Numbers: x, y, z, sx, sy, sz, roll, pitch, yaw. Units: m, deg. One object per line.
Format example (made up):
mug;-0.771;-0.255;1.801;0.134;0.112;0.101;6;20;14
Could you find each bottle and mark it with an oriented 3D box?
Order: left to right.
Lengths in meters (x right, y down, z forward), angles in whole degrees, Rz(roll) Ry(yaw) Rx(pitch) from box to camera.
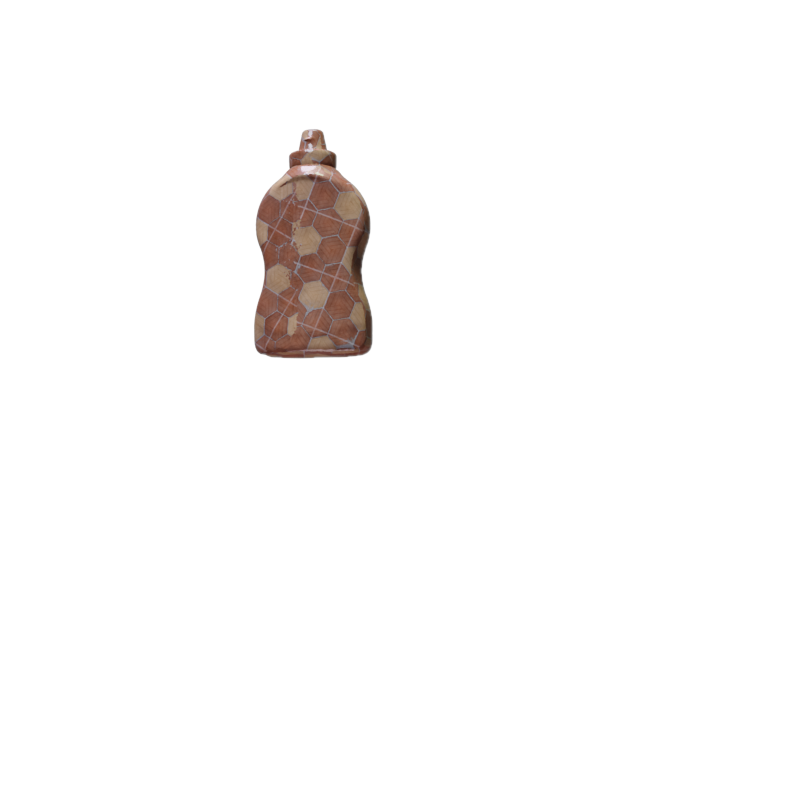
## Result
bottle;-0.073;-0.133;0.931;0.098;0.197;0.056;-3;-10;15
